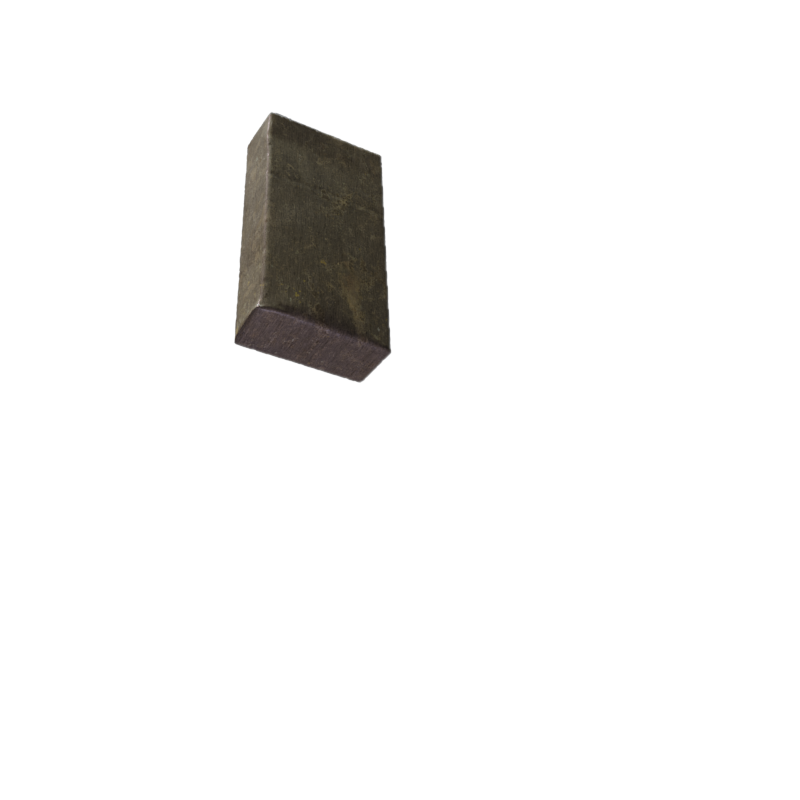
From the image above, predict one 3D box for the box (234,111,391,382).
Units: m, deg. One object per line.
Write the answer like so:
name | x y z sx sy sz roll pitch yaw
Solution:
box | -0.058 -0.105 0.737 0.090 0.189 0.047 18 -45 -23
